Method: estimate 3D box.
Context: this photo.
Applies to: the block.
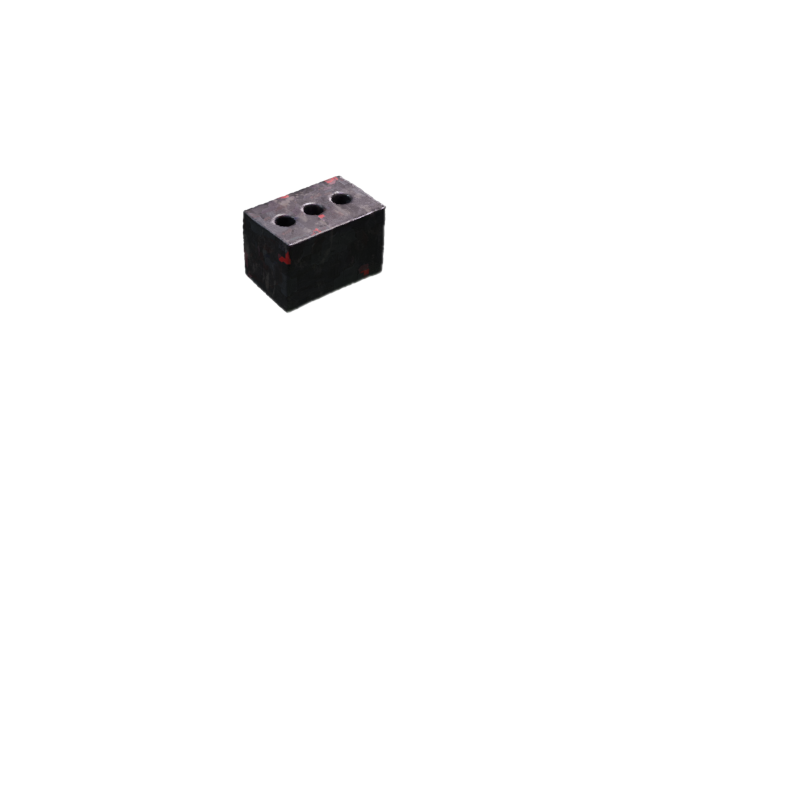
[{"bbox_3d":[-0.056,-0.102,0.711,0.077,0.048,0.057,-26,46,-30],"label":"block"}]
